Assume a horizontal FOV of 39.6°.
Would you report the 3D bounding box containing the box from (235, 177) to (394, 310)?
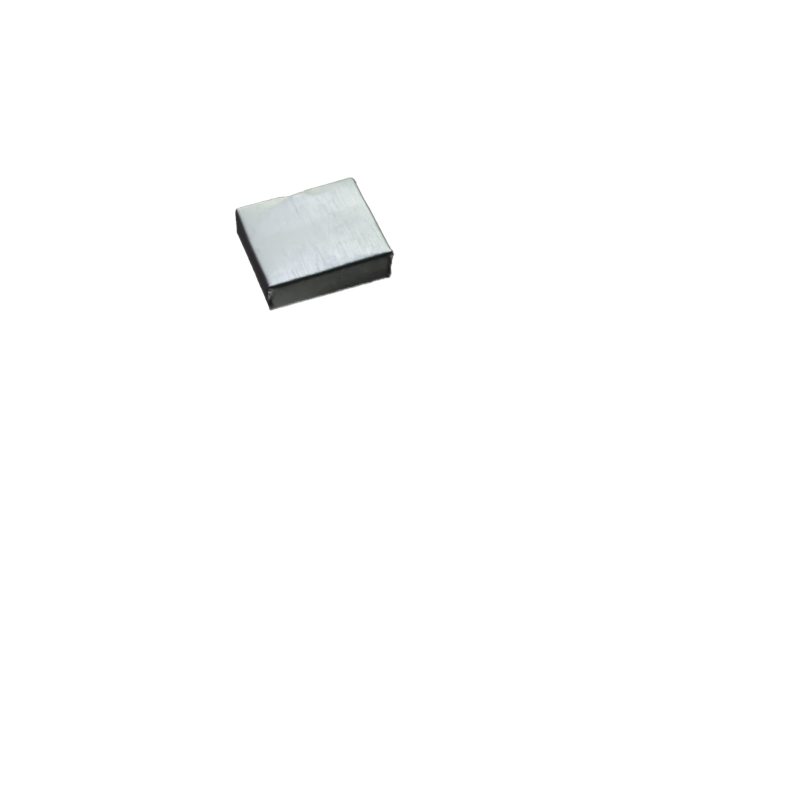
[{"bbox_3d":[-0.058,-0.107,0.747,0.088,0.079,0.028,-17,-35,-13],"label":"box"}]
